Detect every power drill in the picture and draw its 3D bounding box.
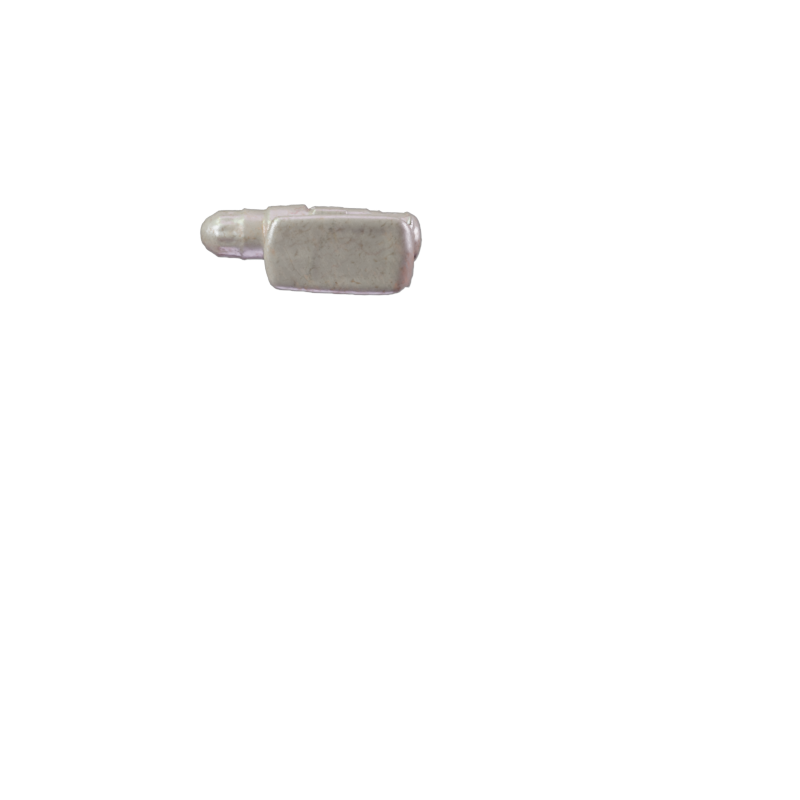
[{"bbox_3d":[-0.067,-0.123,0.859,0.184,0.056,0.193,-1,14,-4],"label":"power drill"}]
